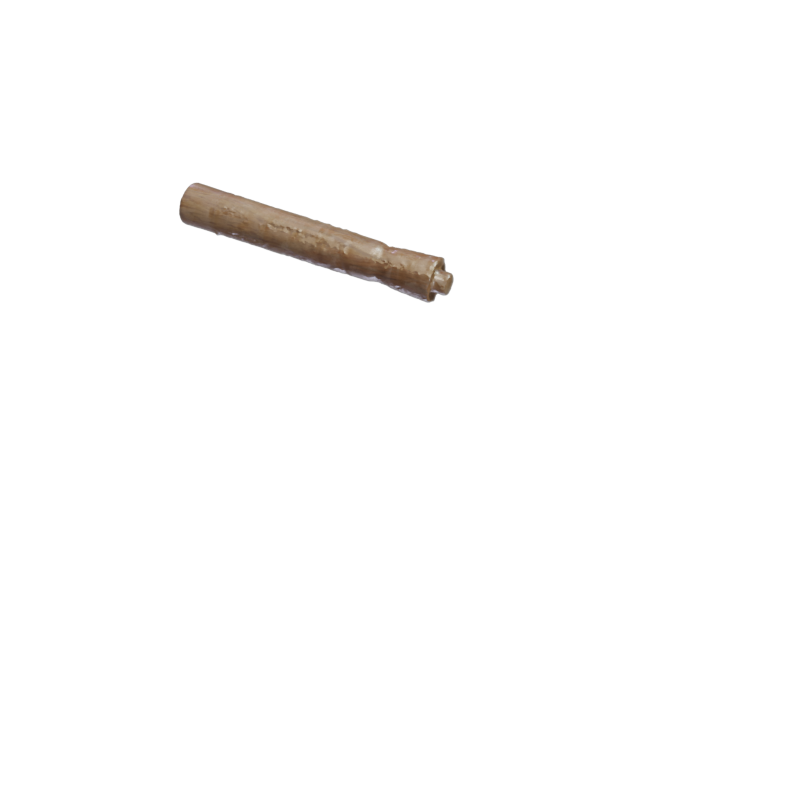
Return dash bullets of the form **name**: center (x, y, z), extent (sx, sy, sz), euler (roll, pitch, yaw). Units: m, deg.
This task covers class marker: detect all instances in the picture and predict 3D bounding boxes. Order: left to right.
- **marker**: center (-0.036, -0.065, 0.456), extent (0.126, 0.019, 0.019), euler (20, 11, 21)
